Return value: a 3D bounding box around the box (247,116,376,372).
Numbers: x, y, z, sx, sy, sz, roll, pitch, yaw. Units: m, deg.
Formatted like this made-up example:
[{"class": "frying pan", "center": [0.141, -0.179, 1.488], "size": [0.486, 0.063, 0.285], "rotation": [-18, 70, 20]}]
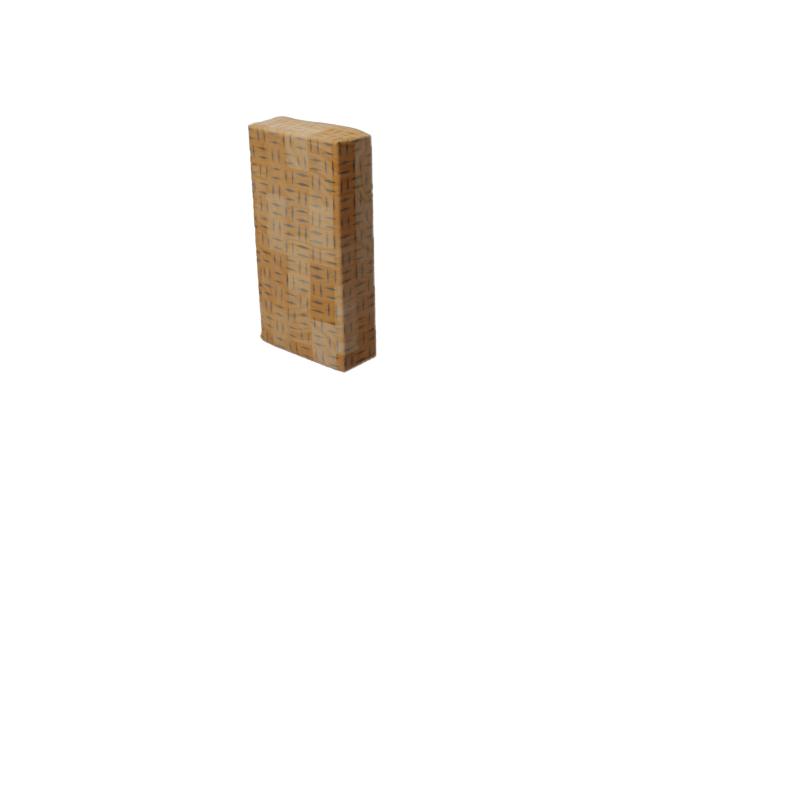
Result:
[{"class": "box", "center": [-0.064, -0.118, 0.828], "size": [0.099, 0.169, 0.047], "rotation": [18, 25, 39]}]
